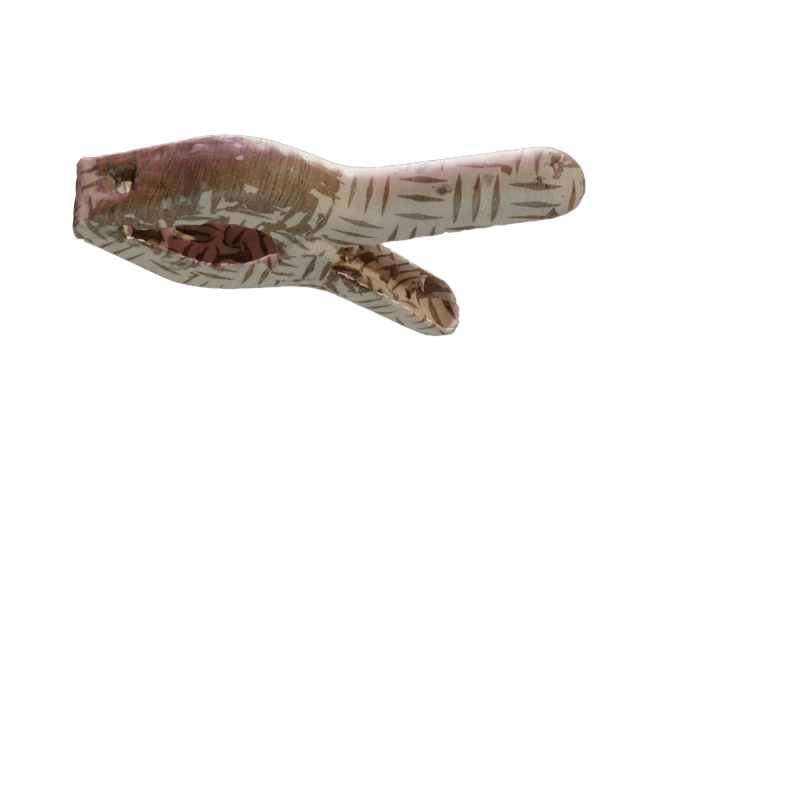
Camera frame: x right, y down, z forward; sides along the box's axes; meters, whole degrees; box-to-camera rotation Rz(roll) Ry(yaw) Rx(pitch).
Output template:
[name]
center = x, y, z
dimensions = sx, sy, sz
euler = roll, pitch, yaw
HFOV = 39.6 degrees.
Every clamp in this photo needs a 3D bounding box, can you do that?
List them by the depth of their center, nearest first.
[clamp]
center = -0.032, -0.058, 0.408
dimensions = 0.169, 0.042, 0.114
euler = 5, -30, -8
